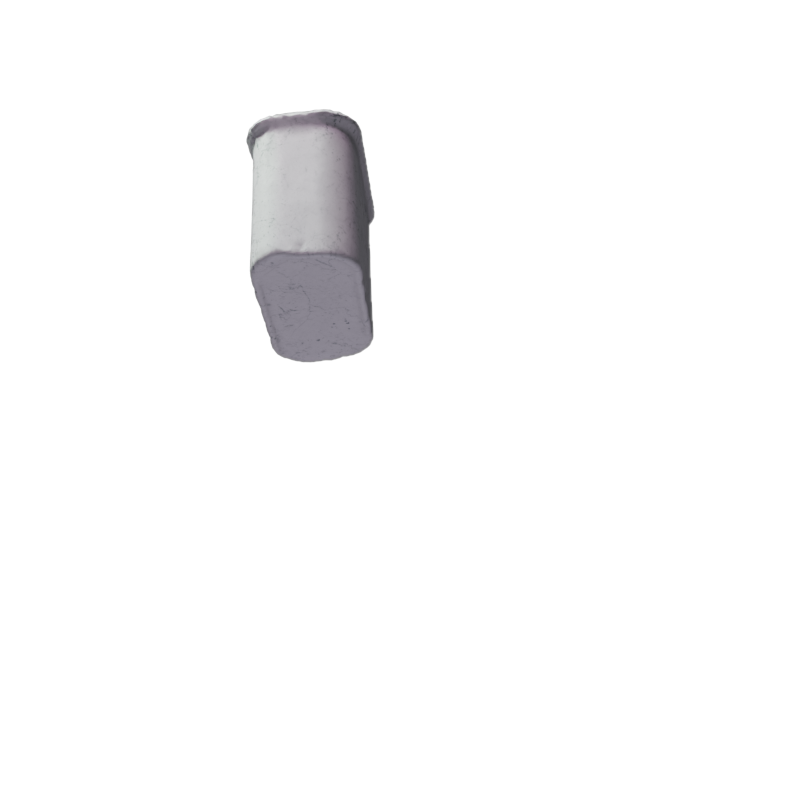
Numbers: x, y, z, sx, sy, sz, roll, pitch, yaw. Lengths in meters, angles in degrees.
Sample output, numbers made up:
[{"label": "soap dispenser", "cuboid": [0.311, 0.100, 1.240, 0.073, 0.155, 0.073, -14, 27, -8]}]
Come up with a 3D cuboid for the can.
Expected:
[{"label": "can", "cuboid": [-0.043, -0.079, 0.551, 0.058, 0.089, 0.095, -4, -31, 4]}]
